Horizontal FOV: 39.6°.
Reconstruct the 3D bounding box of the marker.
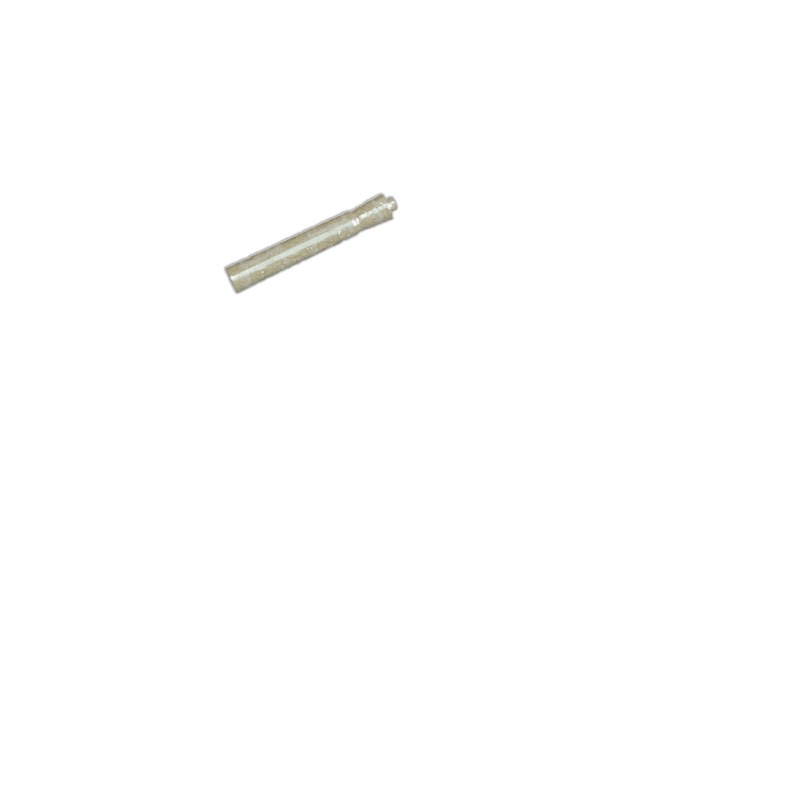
[{"bbox_3d":[-0.057,-0.105,0.733,0.121,0.019,0.020,-26,7,-5],"label":"marker"}]
